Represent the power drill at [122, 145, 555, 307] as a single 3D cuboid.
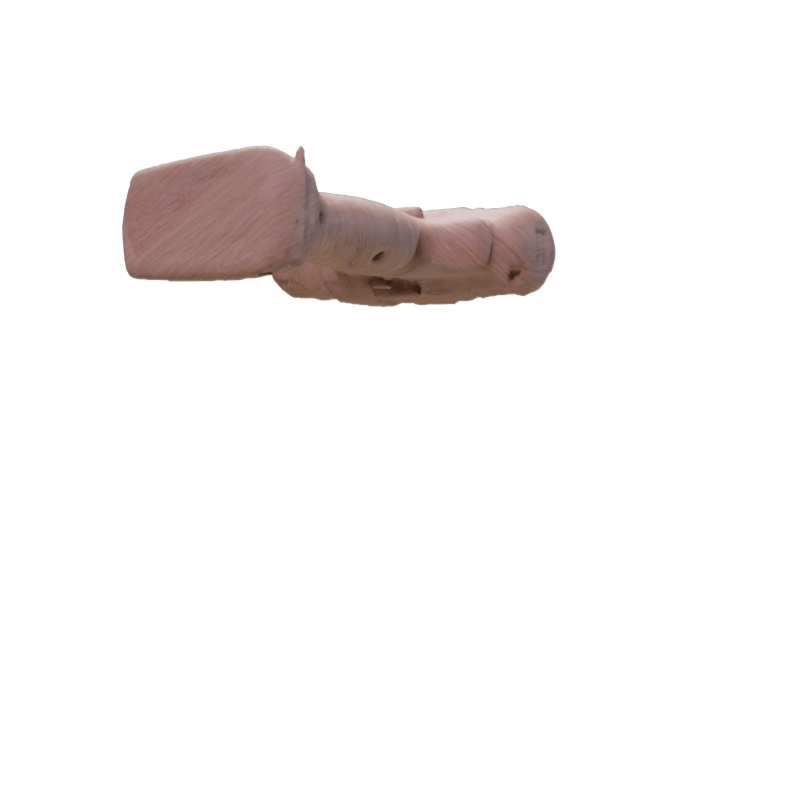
[{"bbox_3d":[-0.044,-0.080,0.559,0.191,0.058,0.179,0,-1,41],"label":"power drill"}]
